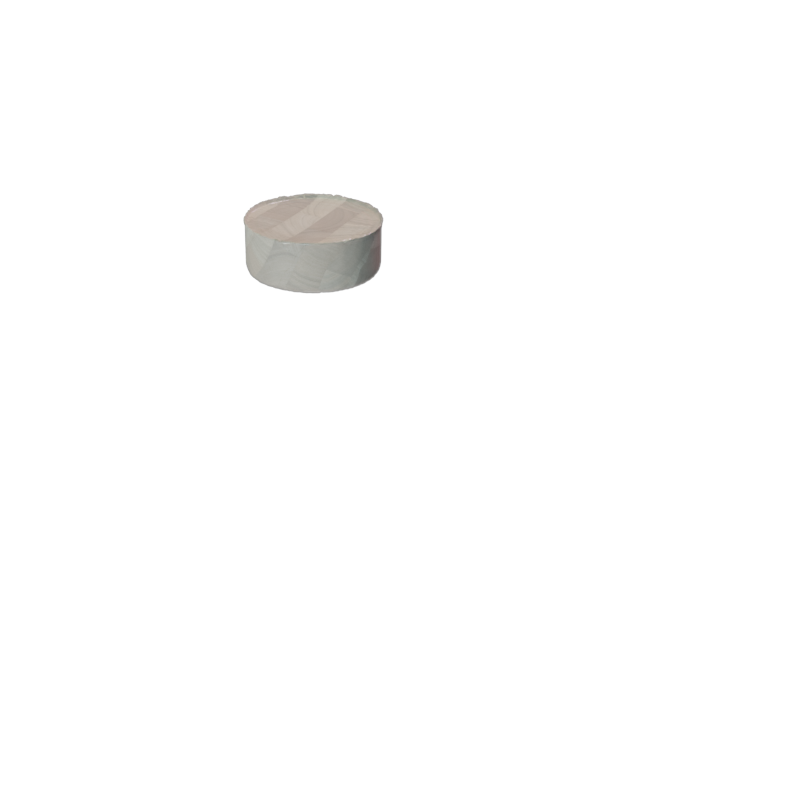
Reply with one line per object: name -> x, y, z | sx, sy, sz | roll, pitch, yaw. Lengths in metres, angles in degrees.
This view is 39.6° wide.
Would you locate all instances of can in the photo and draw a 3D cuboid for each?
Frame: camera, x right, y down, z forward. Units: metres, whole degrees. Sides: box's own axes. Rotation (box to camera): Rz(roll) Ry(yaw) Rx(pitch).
can -> -0.054, -0.098, 0.686 | 0.086, 0.032, 0.091 | -1, 28, -2
